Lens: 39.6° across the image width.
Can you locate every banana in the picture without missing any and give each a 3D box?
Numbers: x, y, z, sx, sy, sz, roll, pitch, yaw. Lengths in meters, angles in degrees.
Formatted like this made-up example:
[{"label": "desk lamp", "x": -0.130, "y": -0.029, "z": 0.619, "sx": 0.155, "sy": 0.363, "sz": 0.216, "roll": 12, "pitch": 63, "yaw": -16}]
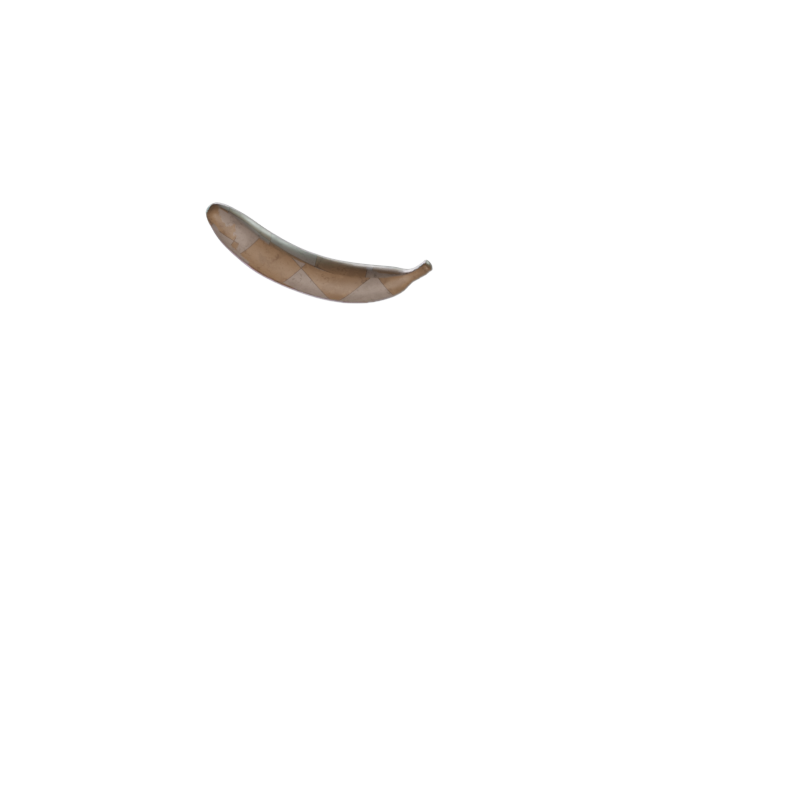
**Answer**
[{"label": "banana", "x": -0.076, "y": -0.120, "z": 0.954, "sx": 0.194, "sy": 0.066, "sz": 0.039, "roll": 13, "pitch": 34, "yaw": -9}]
